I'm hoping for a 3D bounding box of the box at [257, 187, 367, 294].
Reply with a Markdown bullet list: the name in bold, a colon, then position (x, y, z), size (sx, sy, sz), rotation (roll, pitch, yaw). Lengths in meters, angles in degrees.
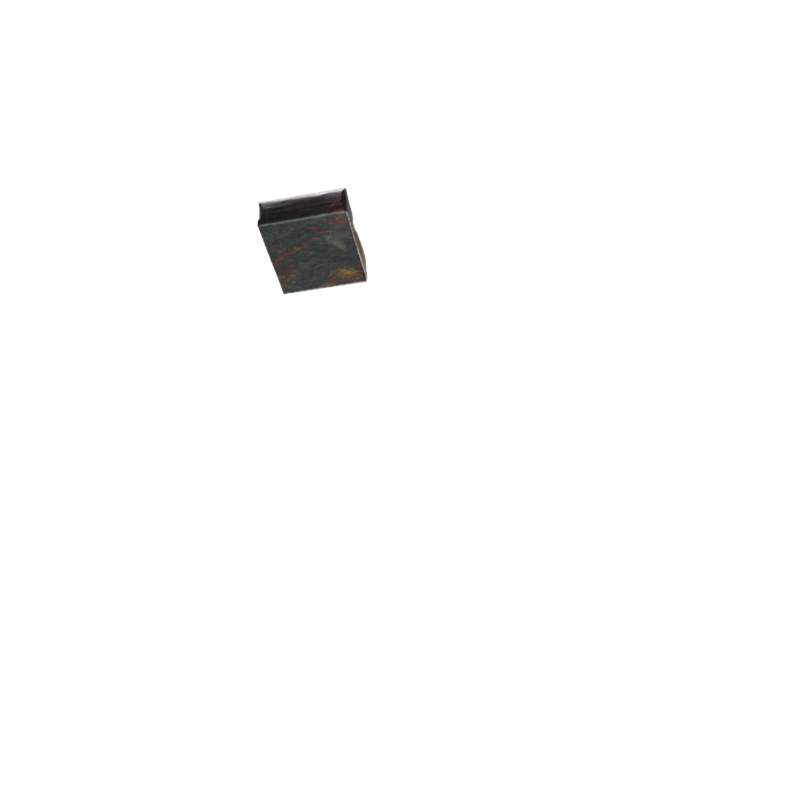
- **box**: position (-0.071, -0.130, 0.910), size (0.074, 0.032, 0.082), rotation (-8, -41, 8)
